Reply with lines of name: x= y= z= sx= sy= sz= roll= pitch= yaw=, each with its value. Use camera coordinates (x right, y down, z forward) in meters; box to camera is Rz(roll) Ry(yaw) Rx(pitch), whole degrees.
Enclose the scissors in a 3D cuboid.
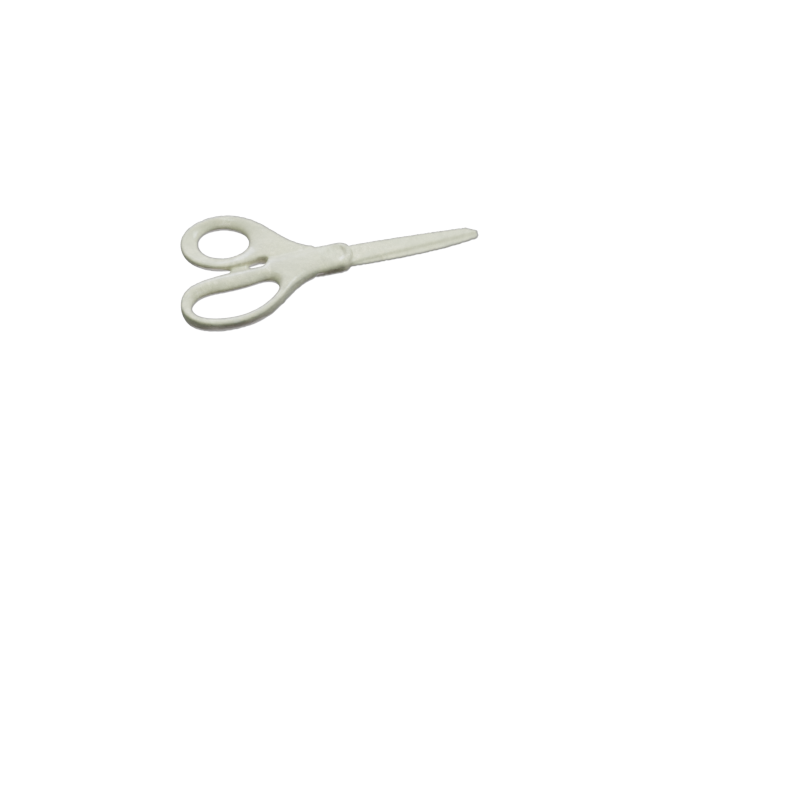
scissors: x=-0.058 y=-0.106 z=0.739 sx=0.201 sy=0.103 sz=0.015 roll=-25 pitch=-31 yaw=-17
